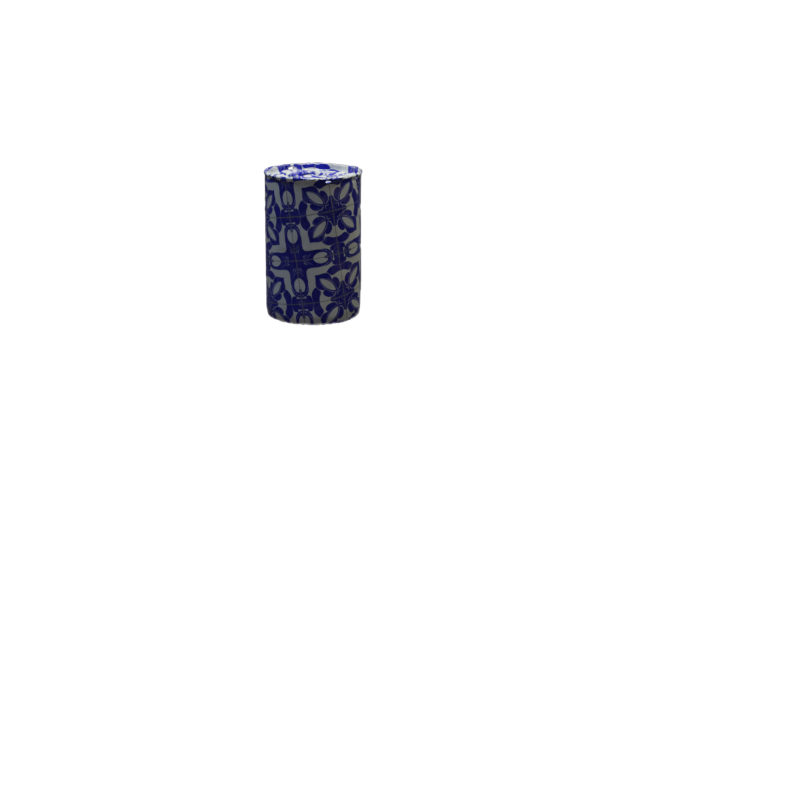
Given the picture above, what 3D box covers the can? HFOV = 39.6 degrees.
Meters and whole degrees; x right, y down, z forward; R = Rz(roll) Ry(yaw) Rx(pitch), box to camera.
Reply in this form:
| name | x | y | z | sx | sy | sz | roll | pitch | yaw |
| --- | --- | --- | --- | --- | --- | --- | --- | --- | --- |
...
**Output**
| name | x | y | z | sx | sy | sz | roll | pitch | yaw |
| --- | --- | --- | --- | --- | --- | --- | --- | --- | --- |
| can | -0.060 | -0.110 | 0.771 | 0.068 | 0.099 | 0.071 | 0 | 16 | -2 |
